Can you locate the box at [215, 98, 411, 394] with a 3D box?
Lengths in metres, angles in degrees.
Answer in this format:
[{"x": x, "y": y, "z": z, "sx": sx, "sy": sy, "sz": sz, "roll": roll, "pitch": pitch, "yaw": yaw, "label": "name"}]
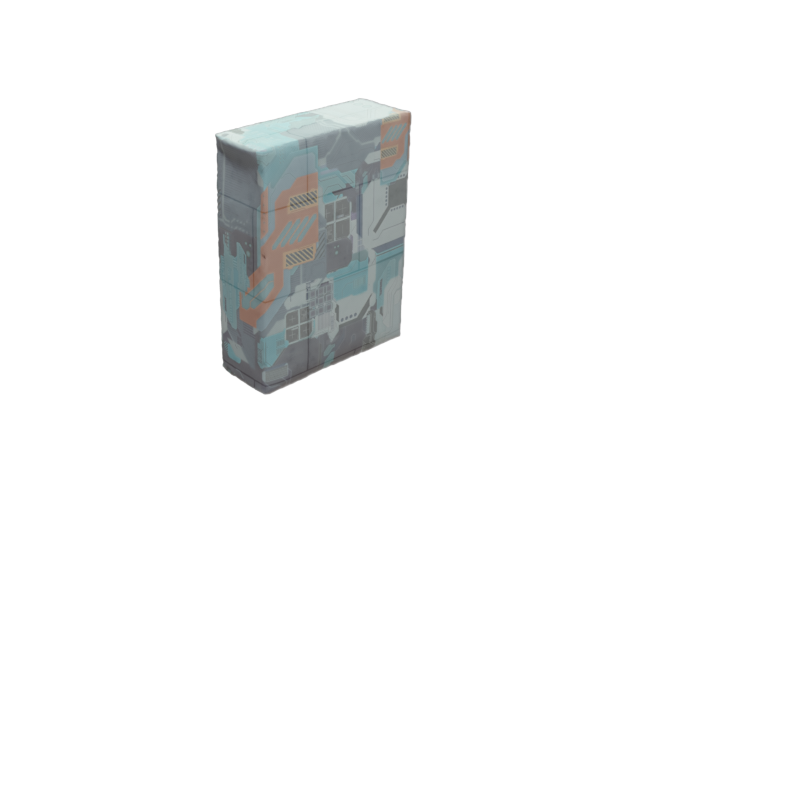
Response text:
[{"x": -0.073, "y": -0.134, "z": 0.938, "sx": 0.162, "sy": 0.203, "sz": 0.076, "roll": -23, "pitch": 34, "yaw": -40, "label": "box"}]
